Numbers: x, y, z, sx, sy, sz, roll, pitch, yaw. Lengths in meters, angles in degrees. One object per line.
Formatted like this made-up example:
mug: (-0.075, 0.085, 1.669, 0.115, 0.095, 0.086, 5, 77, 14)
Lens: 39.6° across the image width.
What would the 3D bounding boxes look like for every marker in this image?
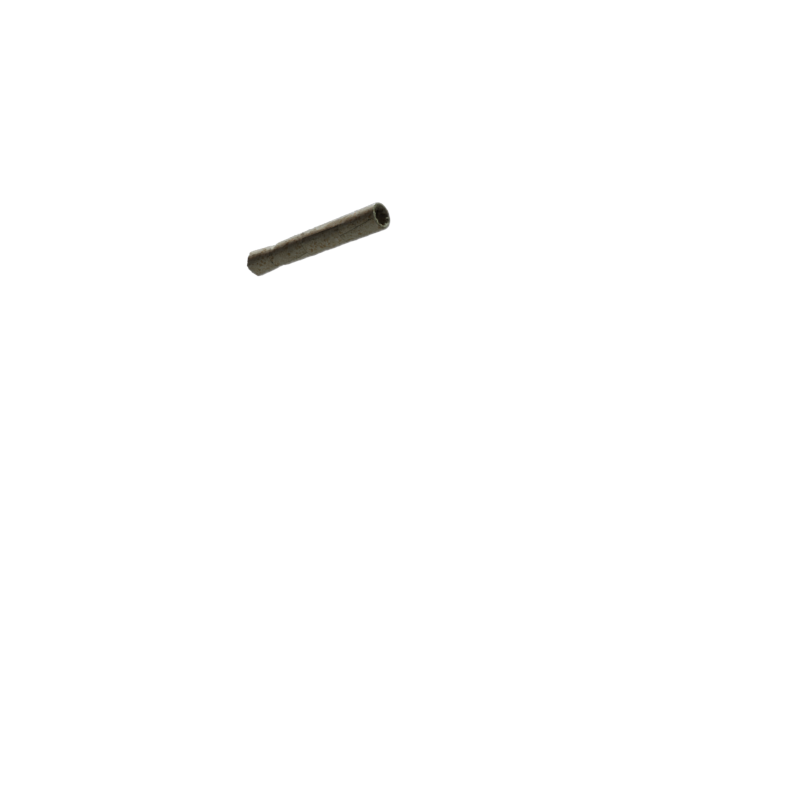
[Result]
marker: (-0.059, -0.108, 0.756, 0.123, 0.020, 0.019, -14, -6, 37)
